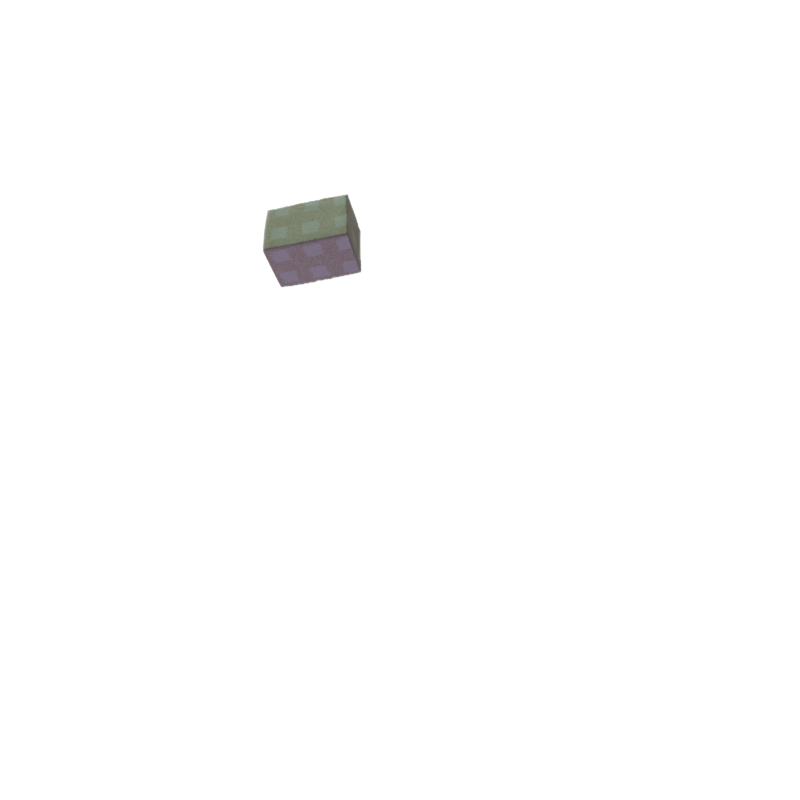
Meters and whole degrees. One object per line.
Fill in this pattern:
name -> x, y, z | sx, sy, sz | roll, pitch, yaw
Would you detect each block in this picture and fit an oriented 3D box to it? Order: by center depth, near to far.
block -> -0.078, -0.142, 0.992 | 0.079, 0.055, 0.049 | -10, -41, 10
